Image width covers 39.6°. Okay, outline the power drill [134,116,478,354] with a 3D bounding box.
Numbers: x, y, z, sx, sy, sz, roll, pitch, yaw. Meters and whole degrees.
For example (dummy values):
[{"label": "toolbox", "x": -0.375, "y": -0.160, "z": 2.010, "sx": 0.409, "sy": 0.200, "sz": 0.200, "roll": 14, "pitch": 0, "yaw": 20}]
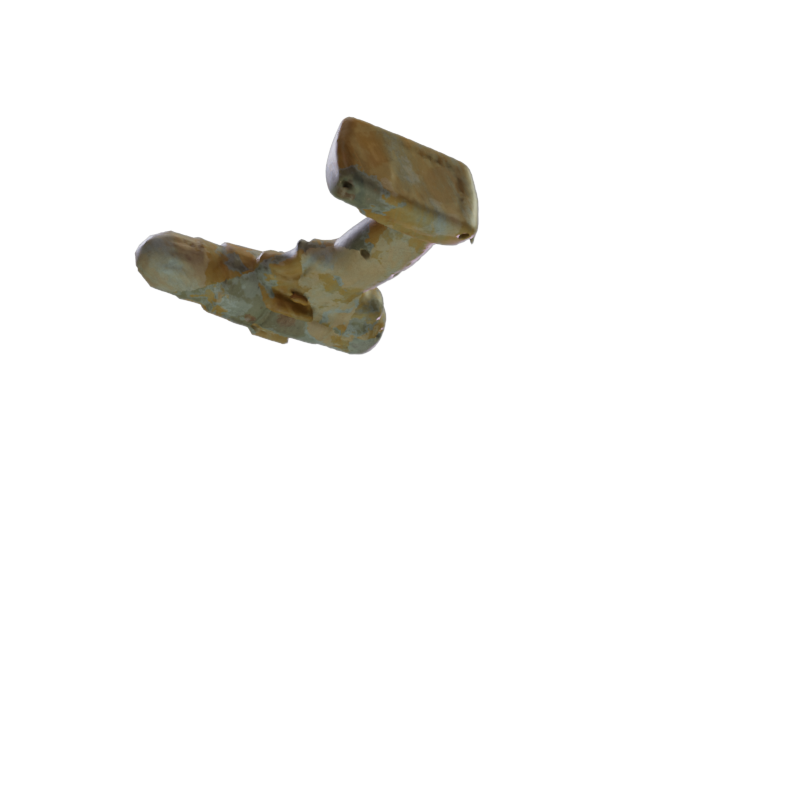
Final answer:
[{"label": "power drill", "x": -0.056, "y": -0.101, "z": 0.710, "sx": 0.176, "sy": 0.061, "sz": 0.185, "roll": 16, "pitch": -32, "yaw": -28}]
